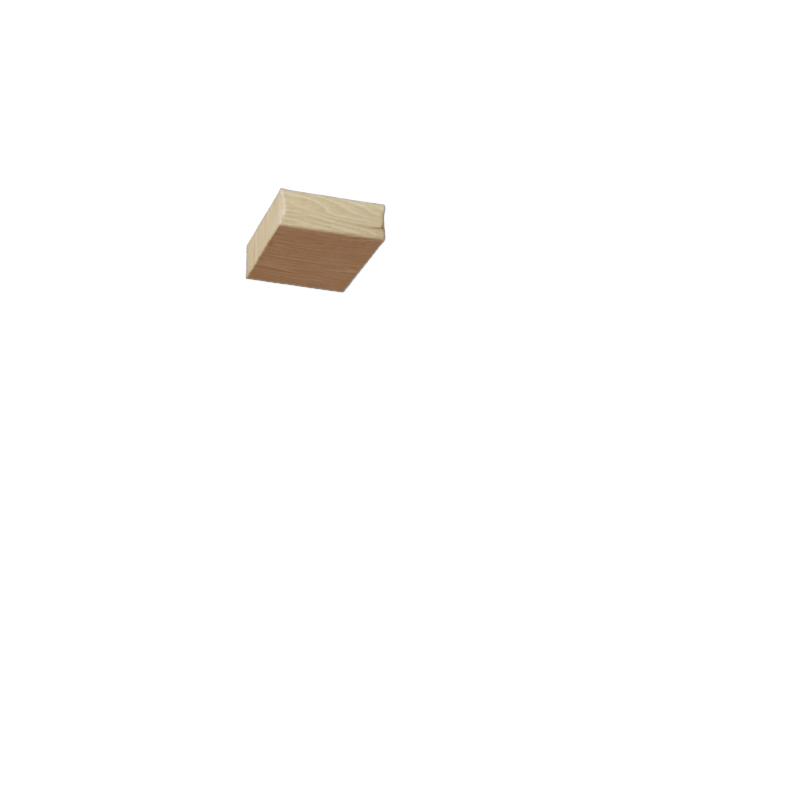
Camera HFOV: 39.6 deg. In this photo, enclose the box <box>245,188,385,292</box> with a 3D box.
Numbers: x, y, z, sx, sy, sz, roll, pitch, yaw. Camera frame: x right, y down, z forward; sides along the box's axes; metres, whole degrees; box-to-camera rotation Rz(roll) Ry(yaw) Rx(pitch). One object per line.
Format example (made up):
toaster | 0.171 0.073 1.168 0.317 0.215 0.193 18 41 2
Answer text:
box | -0.058 -0.107 0.746 0.071 0.032 0.087 7 -23 -18
